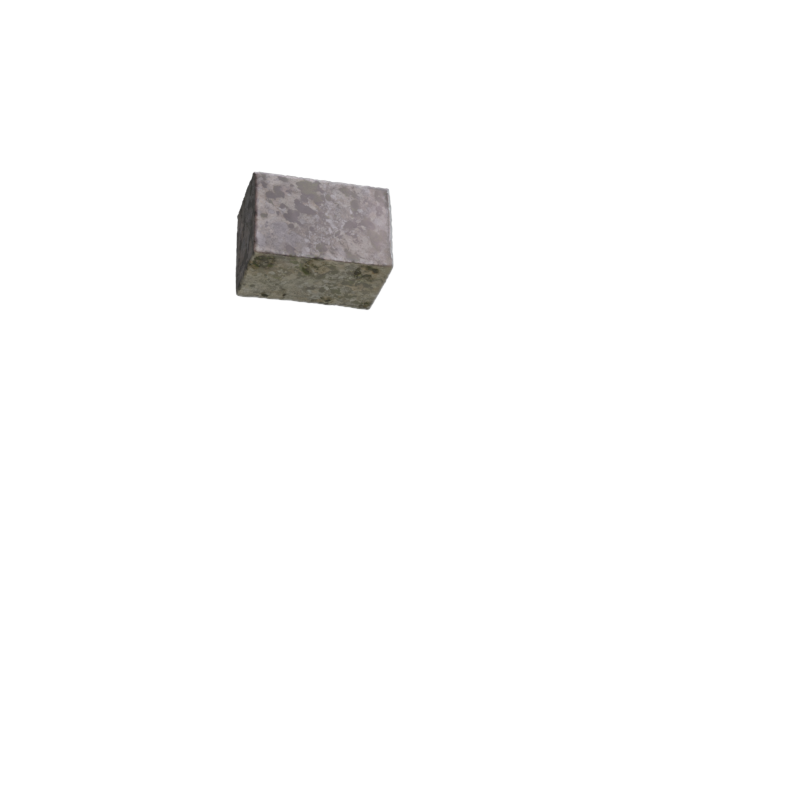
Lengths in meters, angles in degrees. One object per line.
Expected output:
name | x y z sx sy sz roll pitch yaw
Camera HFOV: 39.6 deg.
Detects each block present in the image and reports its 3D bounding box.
block | -0.047 -0.087 0.606 0.076 0.054 0.051 6 -27 -14
